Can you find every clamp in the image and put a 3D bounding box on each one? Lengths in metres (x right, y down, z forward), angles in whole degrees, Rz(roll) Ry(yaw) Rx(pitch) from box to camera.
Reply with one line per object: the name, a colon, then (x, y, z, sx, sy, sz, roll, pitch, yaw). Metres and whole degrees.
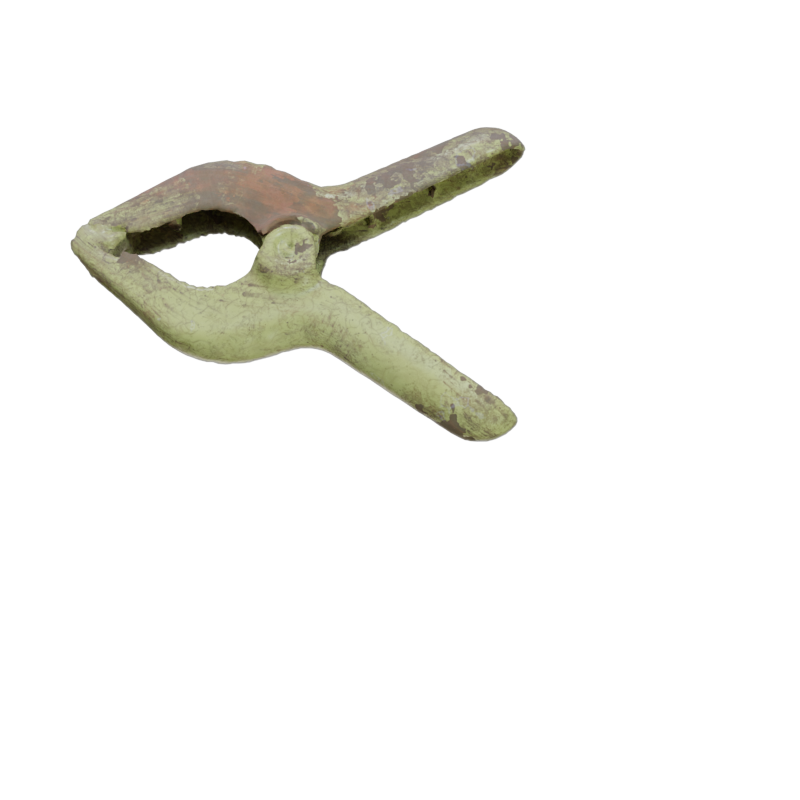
clamp: (-0.033, -0.059, 0.416, 0.173, 0.126, 0.037, 13, -26, 6)
